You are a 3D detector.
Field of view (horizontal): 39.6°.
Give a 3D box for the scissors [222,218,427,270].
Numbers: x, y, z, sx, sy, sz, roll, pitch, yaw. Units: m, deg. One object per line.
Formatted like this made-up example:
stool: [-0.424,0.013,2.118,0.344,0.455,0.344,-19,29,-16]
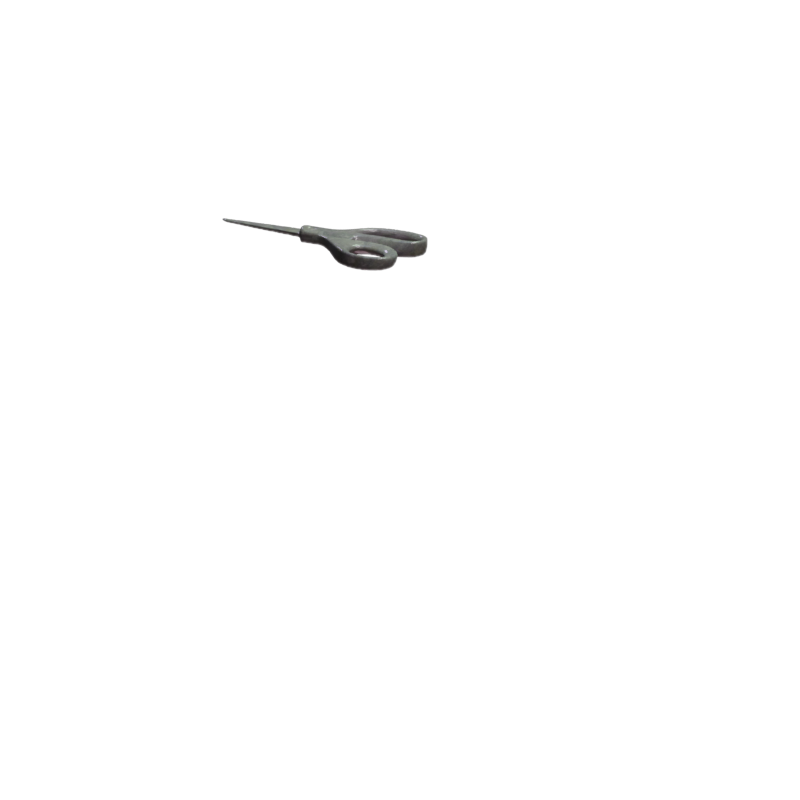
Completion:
scissors: [-0.078,-0.142,0.996,0.206,0.015,0.099,6,25,12]
